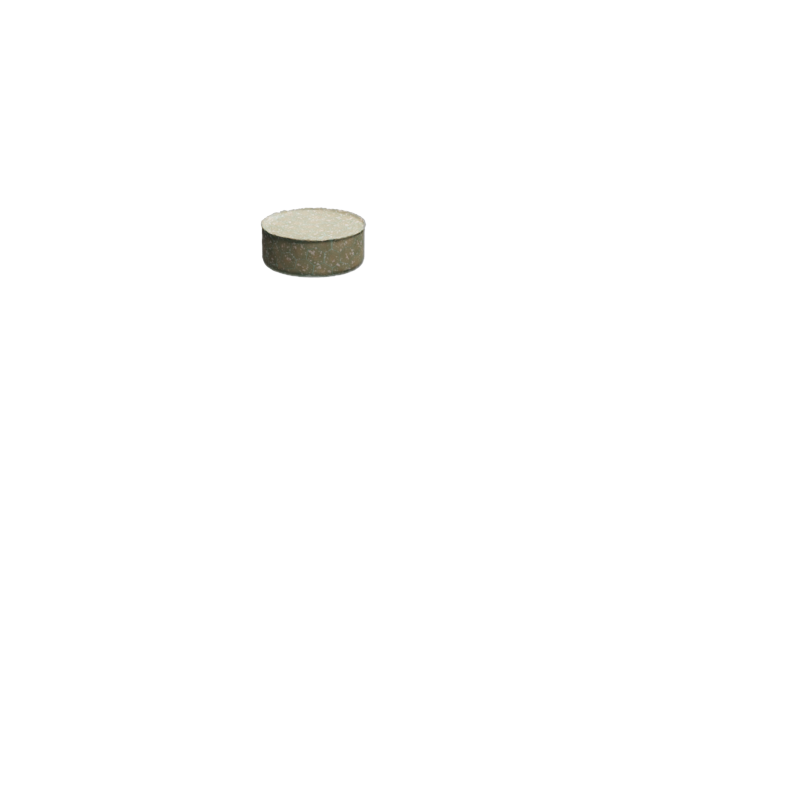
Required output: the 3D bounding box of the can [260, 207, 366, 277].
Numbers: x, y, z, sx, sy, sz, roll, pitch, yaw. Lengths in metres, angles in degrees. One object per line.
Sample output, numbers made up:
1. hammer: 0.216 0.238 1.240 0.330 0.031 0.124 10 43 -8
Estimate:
1. can: -0.071 -0.130 0.909 0.086 0.032 0.090 -1 25 -2
